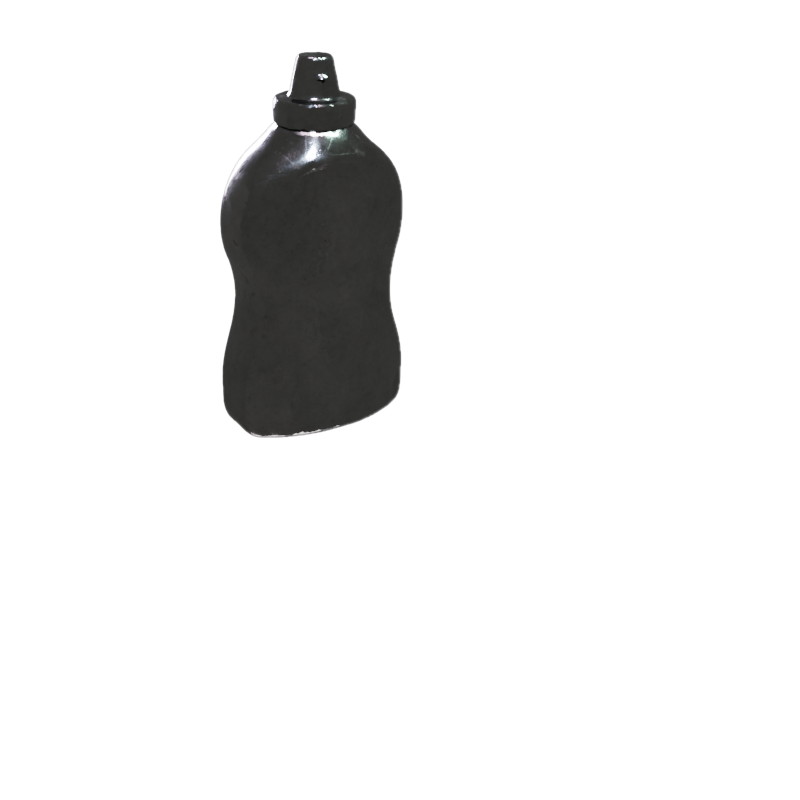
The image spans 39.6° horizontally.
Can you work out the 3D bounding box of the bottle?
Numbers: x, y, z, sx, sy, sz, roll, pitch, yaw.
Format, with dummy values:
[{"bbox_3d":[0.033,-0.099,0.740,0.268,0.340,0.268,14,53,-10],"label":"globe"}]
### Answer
[{"bbox_3d":[-0.044,-0.081,0.566,0.094,0.183,0.062,-10,23,-28],"label":"bottle"}]
